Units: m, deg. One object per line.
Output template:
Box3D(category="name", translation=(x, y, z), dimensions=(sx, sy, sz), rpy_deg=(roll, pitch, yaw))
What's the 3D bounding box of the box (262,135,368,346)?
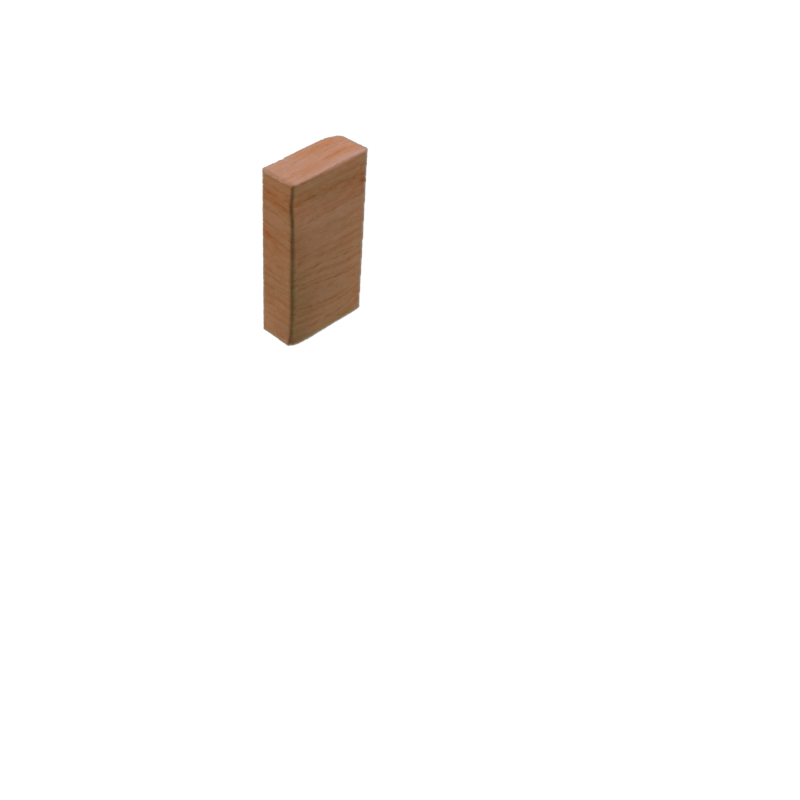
Box3D(category="box", translation=(-0.077, -0.141, 0.988), dimensions=(0.051, 0.165, 0.093), rpy_deg=(30, 44, 32))
